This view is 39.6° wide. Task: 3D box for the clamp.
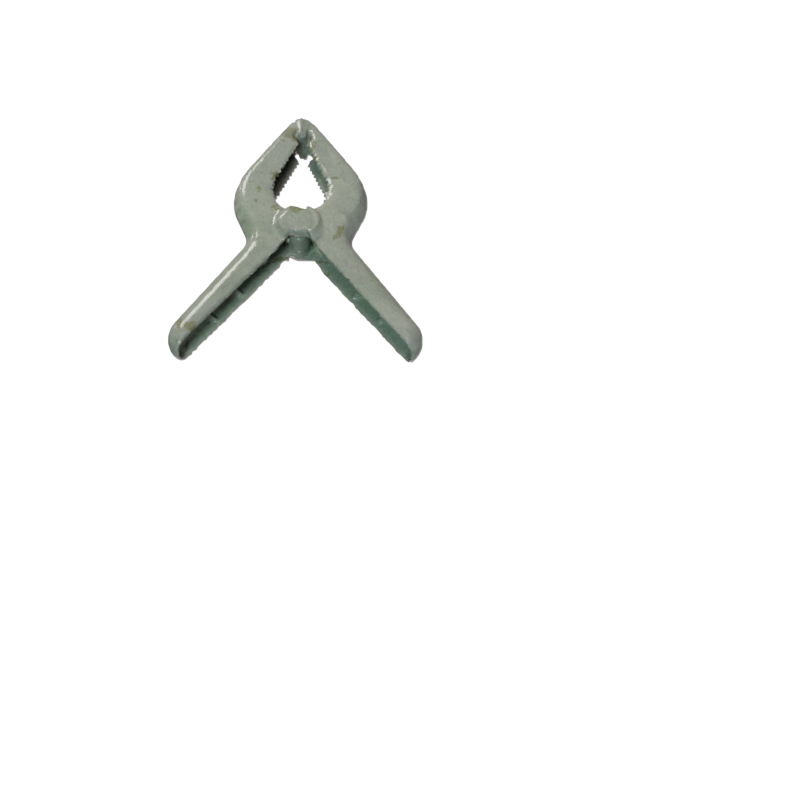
[{"bbox_3d":[-0.060,-0.110,0.771,0.166,0.223,0.034,5,-35,4],"label":"clamp"}]
